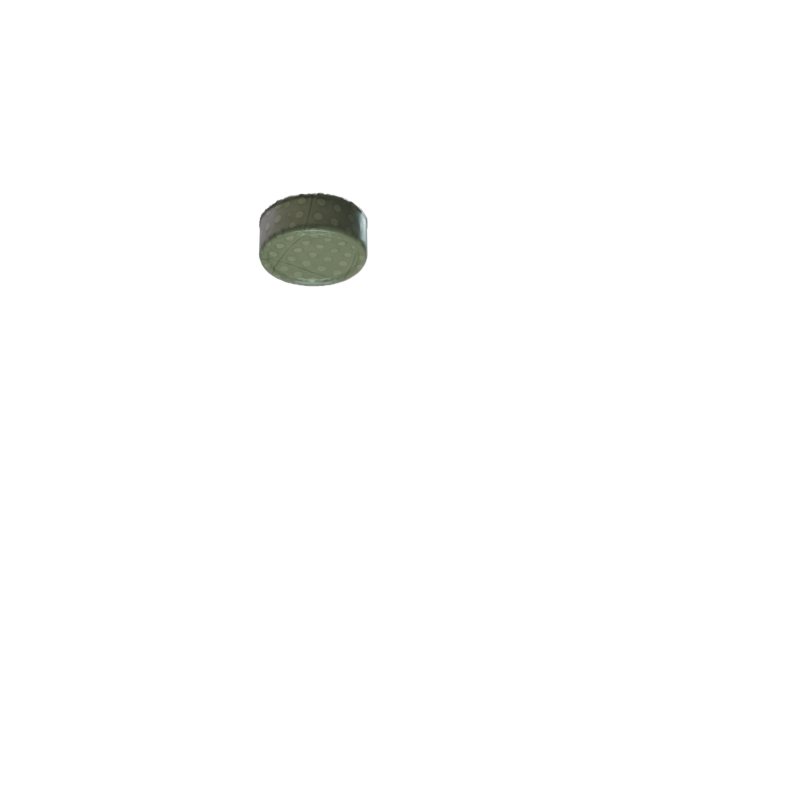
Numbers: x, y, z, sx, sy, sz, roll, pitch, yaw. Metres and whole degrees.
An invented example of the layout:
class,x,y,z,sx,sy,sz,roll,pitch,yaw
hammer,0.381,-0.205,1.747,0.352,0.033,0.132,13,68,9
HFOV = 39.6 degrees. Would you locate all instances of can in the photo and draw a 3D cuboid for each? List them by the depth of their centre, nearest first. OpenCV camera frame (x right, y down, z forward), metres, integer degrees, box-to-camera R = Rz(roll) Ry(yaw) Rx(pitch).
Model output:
class,x,y,z,sx,sy,sz,roll,pitch,yaw
can,-0.068,-0.123,0.865,0.086,0.036,0.081,1,-28,-2
